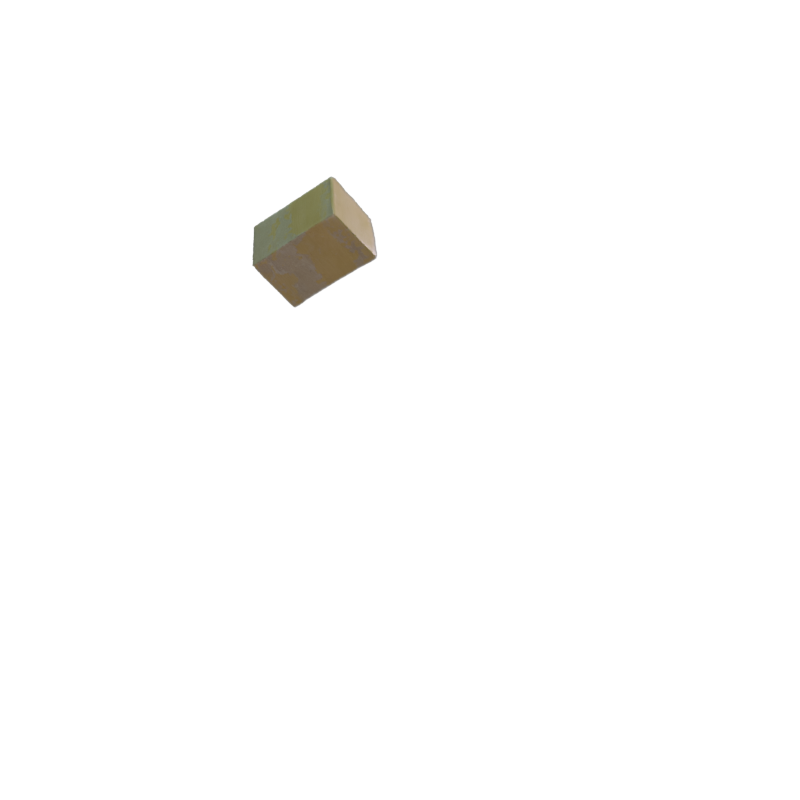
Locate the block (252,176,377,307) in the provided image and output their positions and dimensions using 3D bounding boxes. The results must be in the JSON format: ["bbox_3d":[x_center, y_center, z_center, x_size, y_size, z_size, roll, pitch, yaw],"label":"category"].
[{"bbox_3d":[-0.064,-0.117,0.821,0.078,0.055,0.049,-29,-54,21],"label":"block"}]
